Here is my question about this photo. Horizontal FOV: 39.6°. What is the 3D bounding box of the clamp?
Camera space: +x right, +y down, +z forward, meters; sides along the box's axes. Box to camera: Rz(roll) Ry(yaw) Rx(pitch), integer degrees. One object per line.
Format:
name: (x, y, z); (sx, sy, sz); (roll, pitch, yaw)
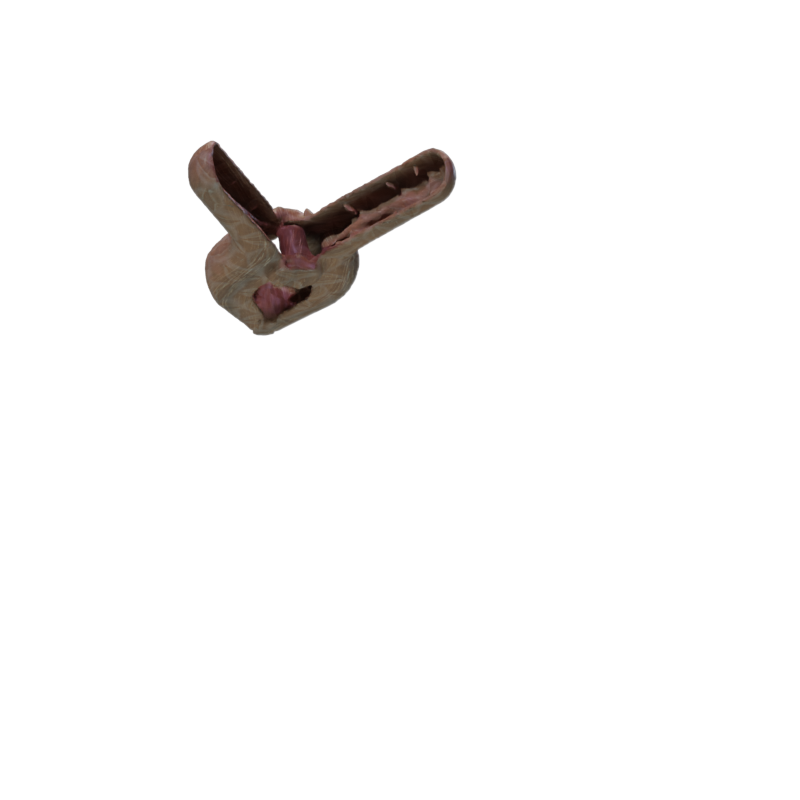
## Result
clamp: (-0.043, -0.078, 0.548); (0.119, 0.041, 0.165); (2, -18, -7)
